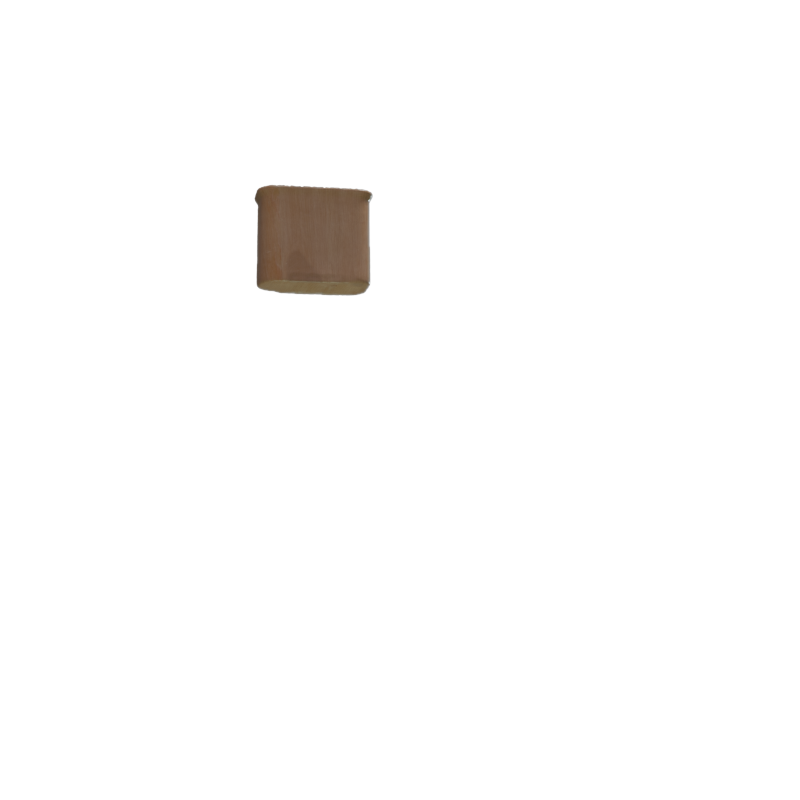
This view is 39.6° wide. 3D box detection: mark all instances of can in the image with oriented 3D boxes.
[{"bbox_3d":[-0.075,-0.138,0.963,0.101,0.087,0.056,1,-12,-10],"label":"can"}]
